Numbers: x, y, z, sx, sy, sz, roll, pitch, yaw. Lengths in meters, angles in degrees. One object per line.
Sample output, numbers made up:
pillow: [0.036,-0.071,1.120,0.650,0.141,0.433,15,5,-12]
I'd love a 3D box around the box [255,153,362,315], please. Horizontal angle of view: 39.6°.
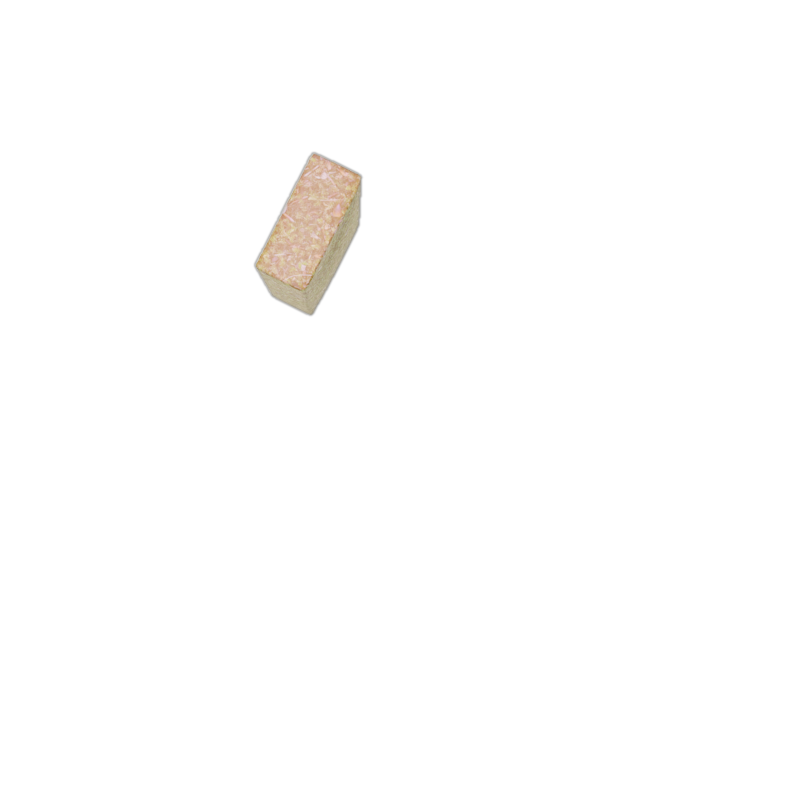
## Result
box: [-0.066,-0.120,0.846,0.048,0.094,0.175,27,-3,-4]
